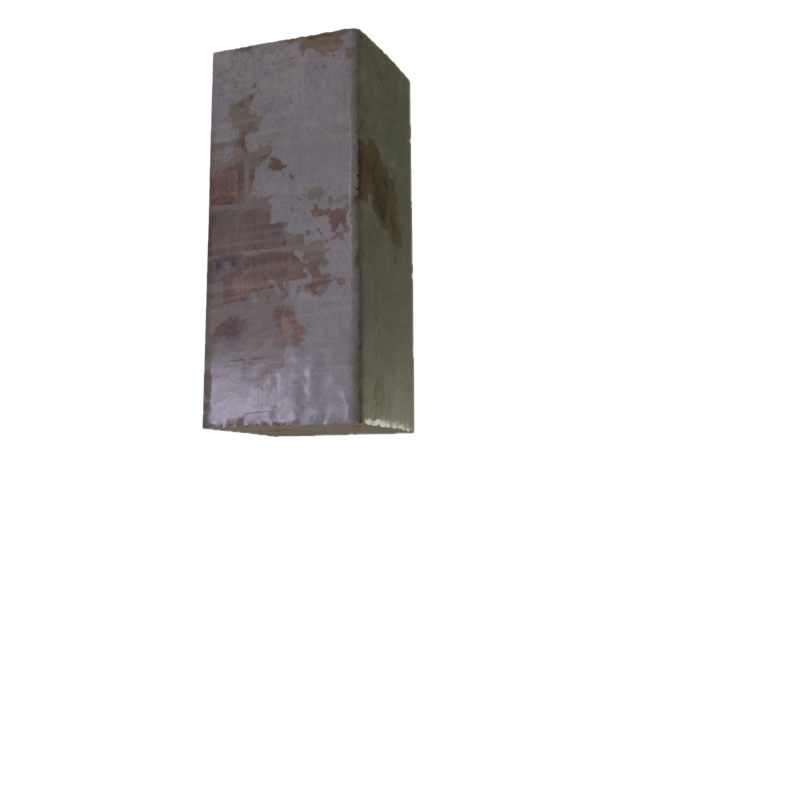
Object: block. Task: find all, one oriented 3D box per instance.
[{"bbox_3d":[-0.047,-0.087,0.612,0.093,0.212,0.086,-5,-12,21],"label":"block"}]
